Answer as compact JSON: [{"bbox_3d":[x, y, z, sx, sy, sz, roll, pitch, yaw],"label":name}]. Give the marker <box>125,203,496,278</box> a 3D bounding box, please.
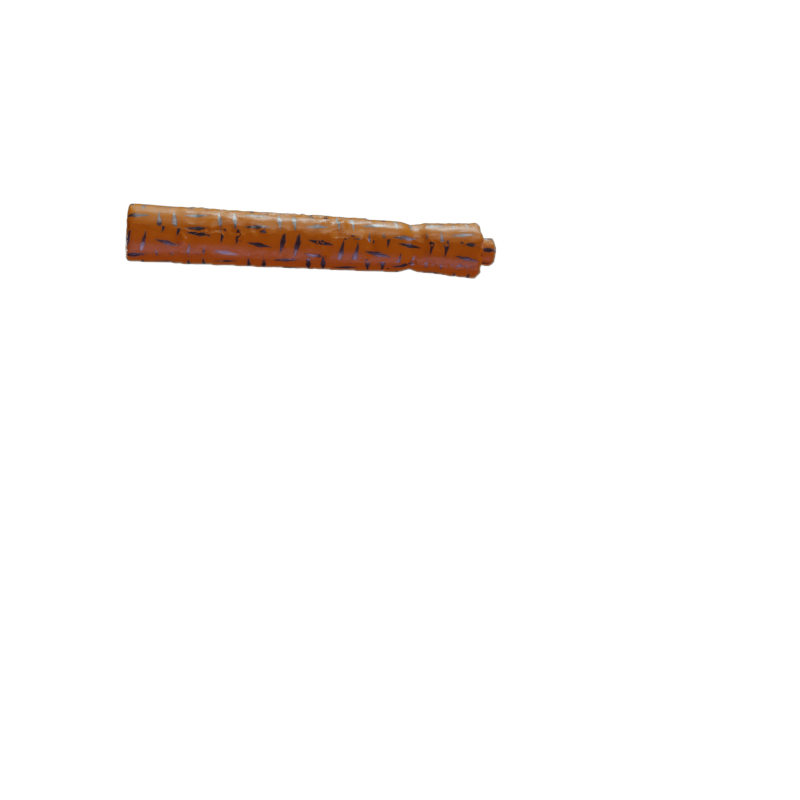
[{"bbox_3d":[-0.028,-0.052,0.364,0.120,0.020,0.020,2,4,-6],"label":"marker"}]
